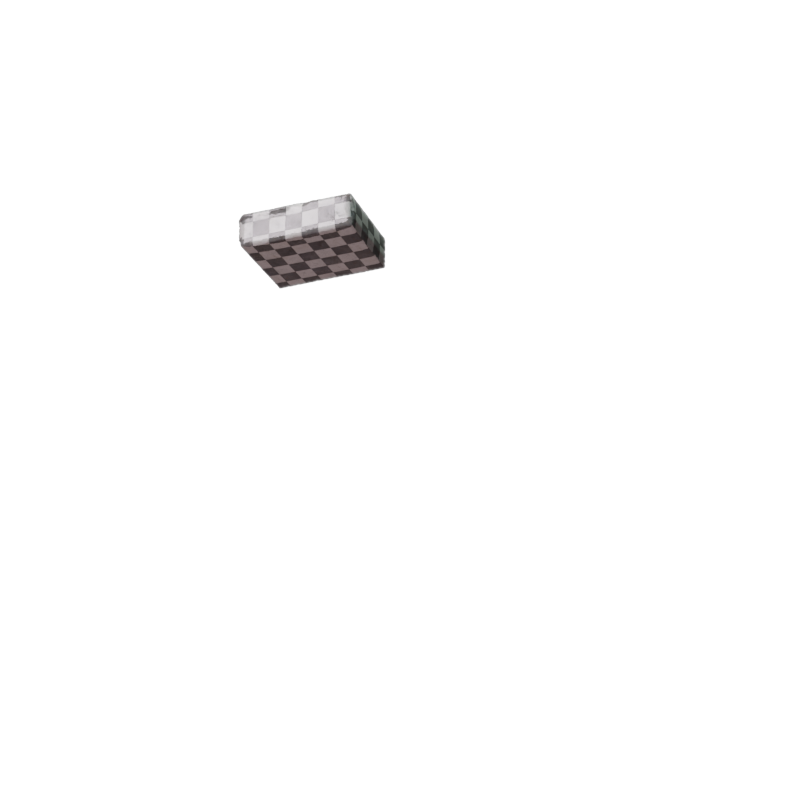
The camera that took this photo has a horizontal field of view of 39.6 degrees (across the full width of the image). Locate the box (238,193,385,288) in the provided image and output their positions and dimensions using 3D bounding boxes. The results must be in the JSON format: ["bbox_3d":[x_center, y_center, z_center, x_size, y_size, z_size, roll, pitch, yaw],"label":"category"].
[{"bbox_3d":[-0.064,-0.117,0.817,0.091,0.032,0.068,-8,-24,19],"label":"box"}]
